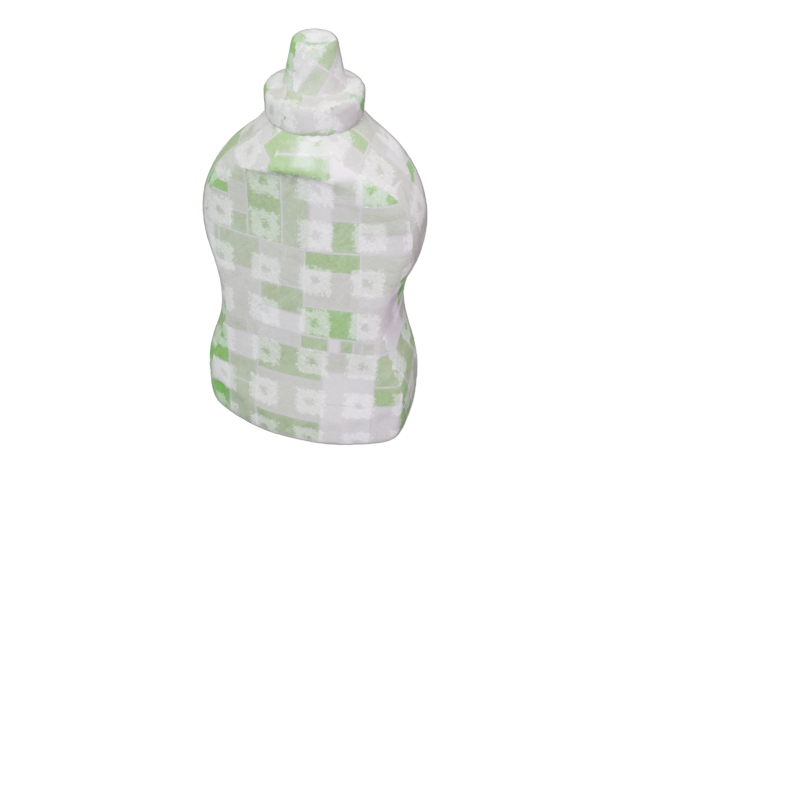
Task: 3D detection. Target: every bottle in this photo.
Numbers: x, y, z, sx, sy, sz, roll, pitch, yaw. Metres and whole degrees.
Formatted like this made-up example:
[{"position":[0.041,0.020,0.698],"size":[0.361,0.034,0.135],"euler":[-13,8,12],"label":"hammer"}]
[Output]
[{"position":[-0.038,-0.069,0.484],"size":[0.099,0.179,0.061],"euler":[13,39,14],"label":"bottle"}]
